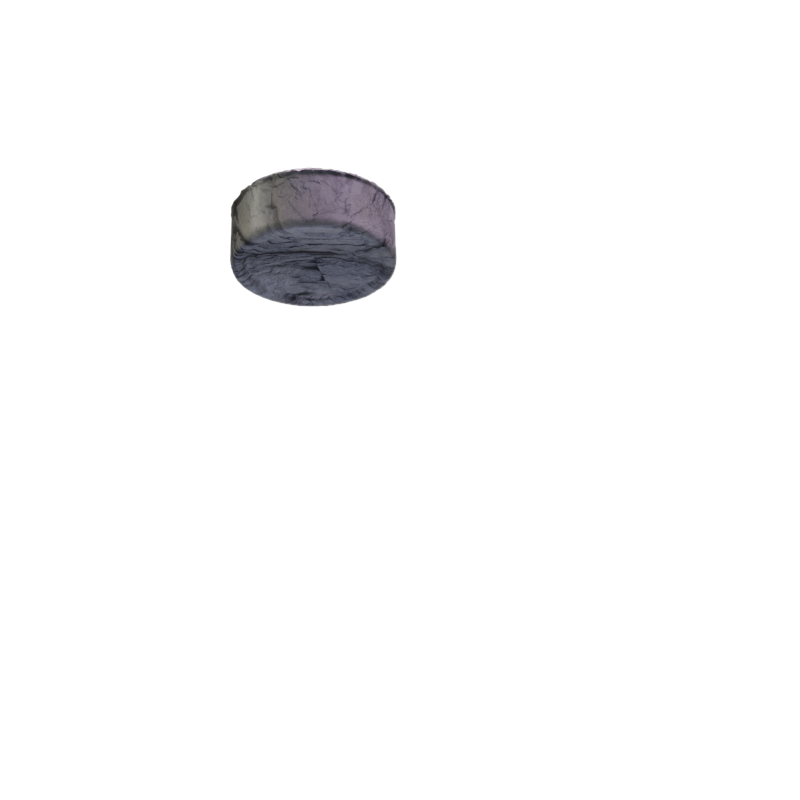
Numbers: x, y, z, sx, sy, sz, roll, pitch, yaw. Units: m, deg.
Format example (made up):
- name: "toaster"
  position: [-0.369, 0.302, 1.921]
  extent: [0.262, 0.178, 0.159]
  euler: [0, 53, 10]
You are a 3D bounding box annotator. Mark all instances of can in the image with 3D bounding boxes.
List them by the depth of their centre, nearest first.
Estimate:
- name: "can"
  position: [-0.045, -0.081, 0.569]
  extent: [0.086, 0.036, 0.081]
  euler: [1, -25, -2]
